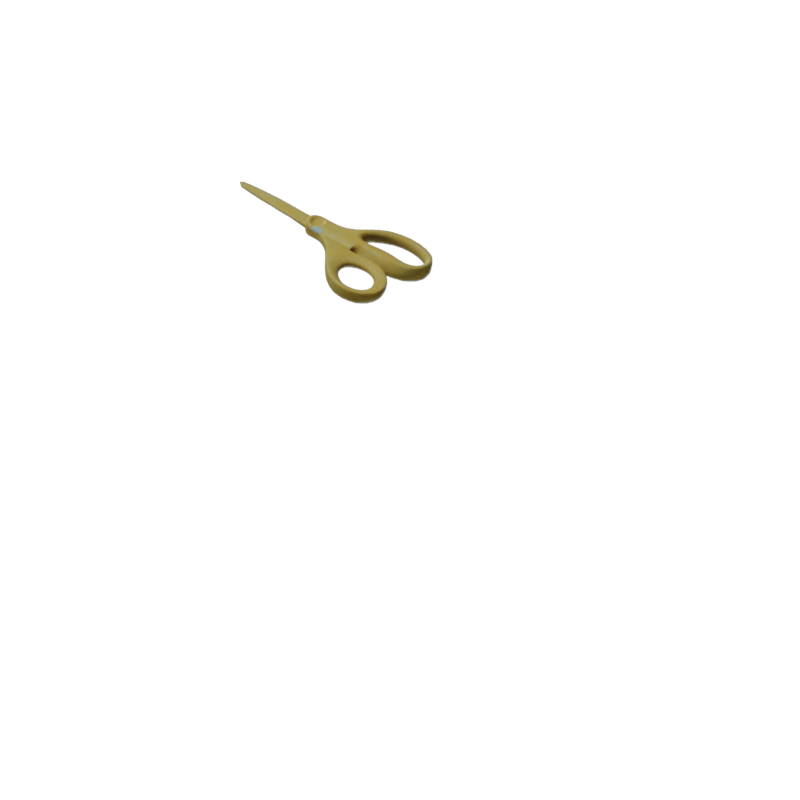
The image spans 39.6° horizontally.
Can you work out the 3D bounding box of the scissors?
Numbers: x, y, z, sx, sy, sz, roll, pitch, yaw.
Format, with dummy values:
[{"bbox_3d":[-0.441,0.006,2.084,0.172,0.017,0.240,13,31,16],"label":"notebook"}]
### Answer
[{"bbox_3d":[-0.073,-0.132,0.927,0.210,0.015,0.099,20,45,22],"label":"scissors"}]
